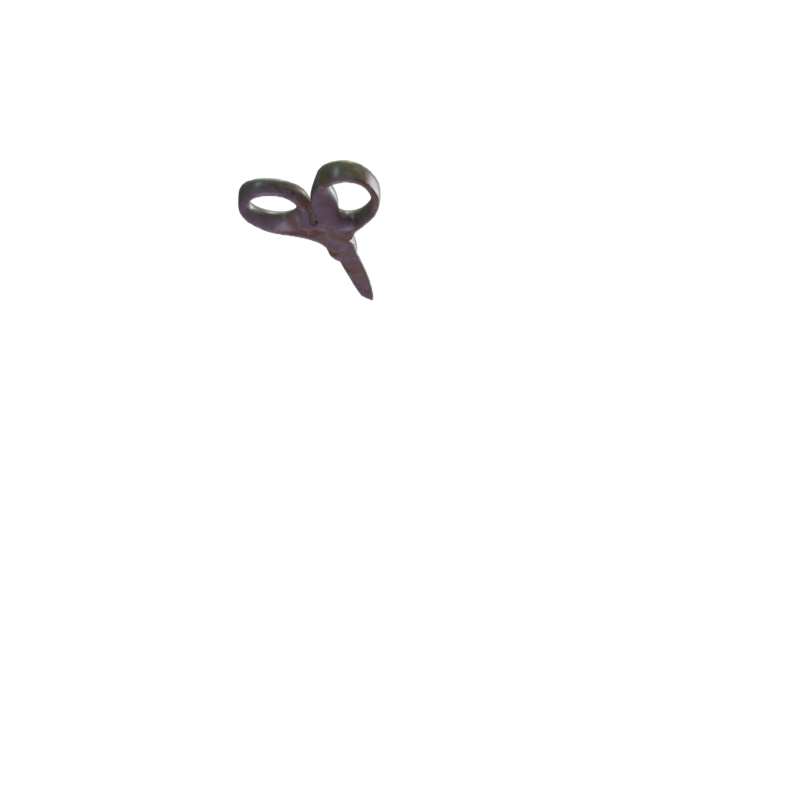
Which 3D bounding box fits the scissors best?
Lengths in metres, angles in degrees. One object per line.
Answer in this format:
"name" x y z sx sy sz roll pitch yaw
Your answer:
"scissors" -0.057 -0.105 0.732 0.096 0.017 0.193 2 -18 -5
